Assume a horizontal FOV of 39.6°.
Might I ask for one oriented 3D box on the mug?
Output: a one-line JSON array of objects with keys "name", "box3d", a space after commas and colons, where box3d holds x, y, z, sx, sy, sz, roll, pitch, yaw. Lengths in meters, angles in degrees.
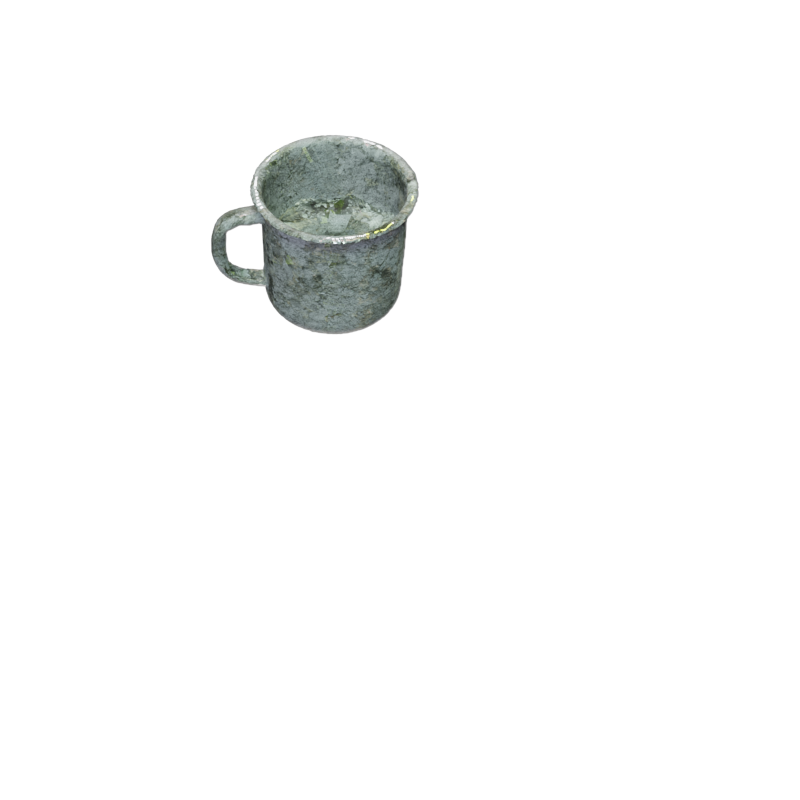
[{"name": "mug", "box3d": [-0.050, -0.091, 0.636, 0.116, 0.101, 0.076, -9, -43, -10]}]
